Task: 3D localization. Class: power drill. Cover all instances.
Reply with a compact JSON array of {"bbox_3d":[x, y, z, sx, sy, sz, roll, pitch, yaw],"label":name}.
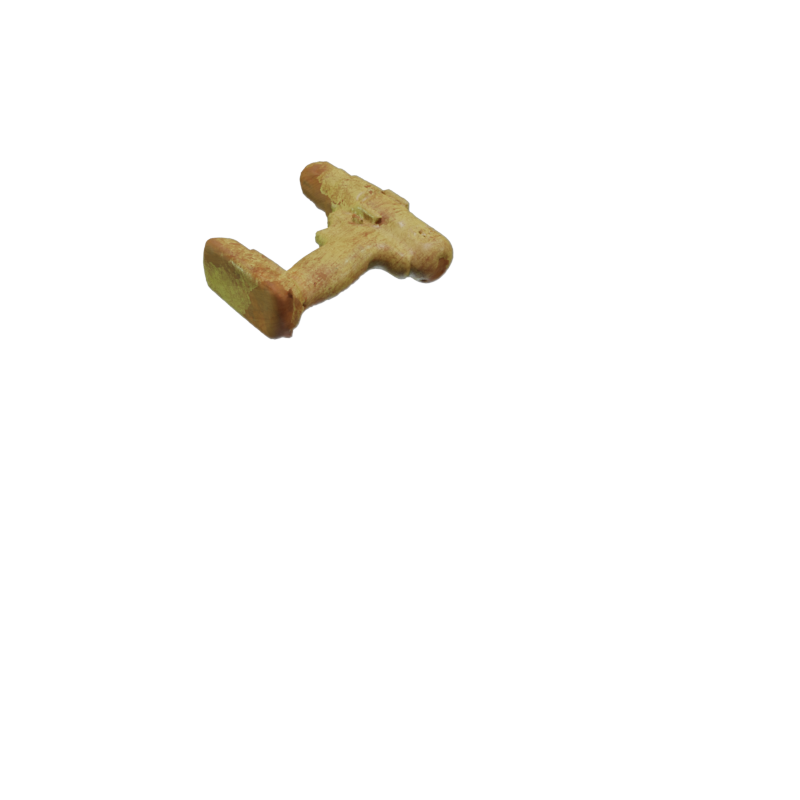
[{"bbox_3d":[-0.076,-0.138,0.968,0.187,0.054,0.198,-29,49,-30],"label":"power drill"}]
